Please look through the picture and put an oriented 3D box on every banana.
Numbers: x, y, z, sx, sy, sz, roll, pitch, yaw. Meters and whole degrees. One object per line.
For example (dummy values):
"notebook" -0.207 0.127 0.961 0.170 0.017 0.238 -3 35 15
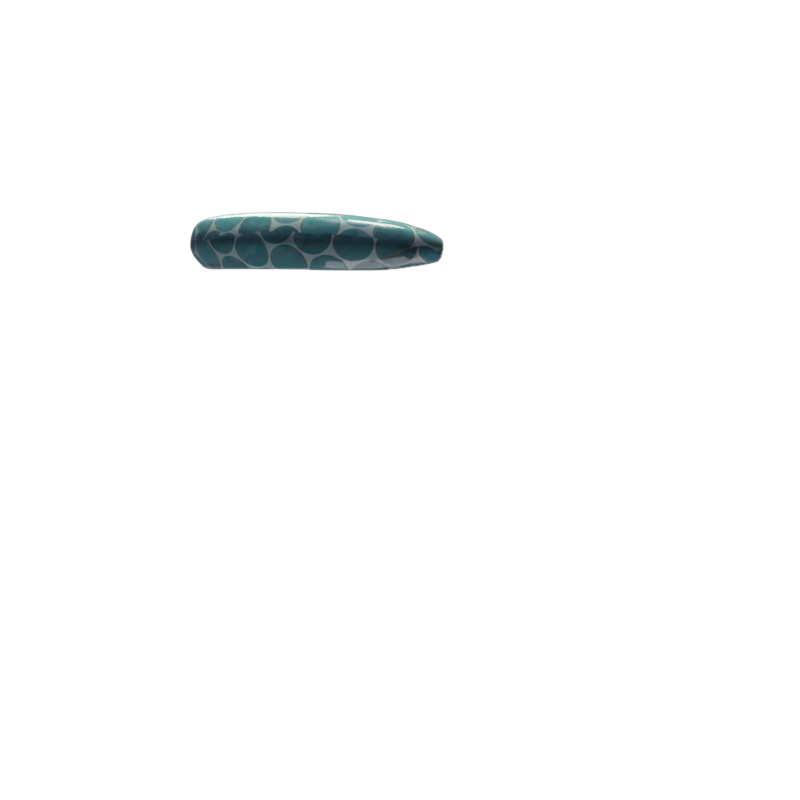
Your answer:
"banana" -0.070 -0.101 0.705 0.206 0.036 0.067 6 8 38
